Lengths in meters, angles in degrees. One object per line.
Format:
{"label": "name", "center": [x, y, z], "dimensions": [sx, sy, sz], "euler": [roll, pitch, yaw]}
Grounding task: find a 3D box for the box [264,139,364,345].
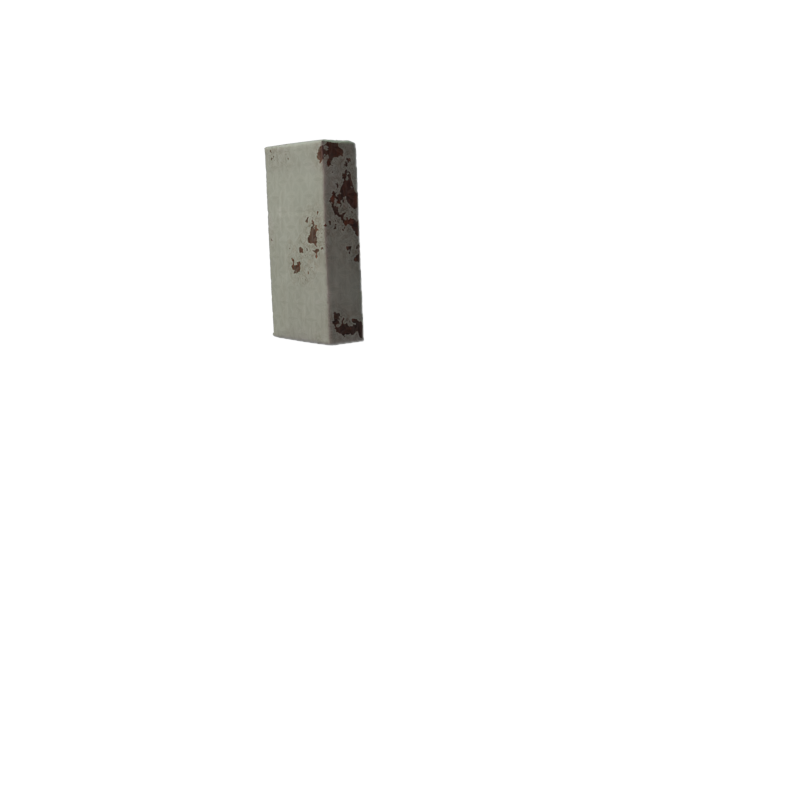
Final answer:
{"label": "box", "center": [-0.077, -0.141, 0.986], "dimensions": [0.046, 0.176, 0.097], "euler": [-1, 3, -38]}
